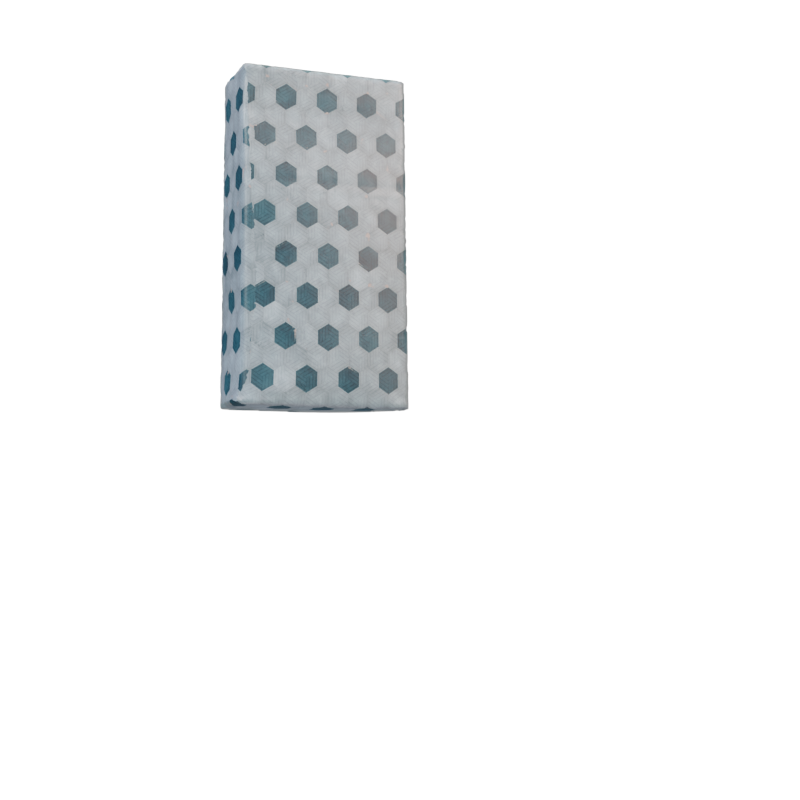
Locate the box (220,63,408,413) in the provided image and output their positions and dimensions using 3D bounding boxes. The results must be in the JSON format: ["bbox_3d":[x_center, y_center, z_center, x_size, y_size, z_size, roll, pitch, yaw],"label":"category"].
[{"bbox_3d":[-0.046,-0.083,0.584,0.091,0.181,0.048,3,-12,-21],"label":"box"}]
